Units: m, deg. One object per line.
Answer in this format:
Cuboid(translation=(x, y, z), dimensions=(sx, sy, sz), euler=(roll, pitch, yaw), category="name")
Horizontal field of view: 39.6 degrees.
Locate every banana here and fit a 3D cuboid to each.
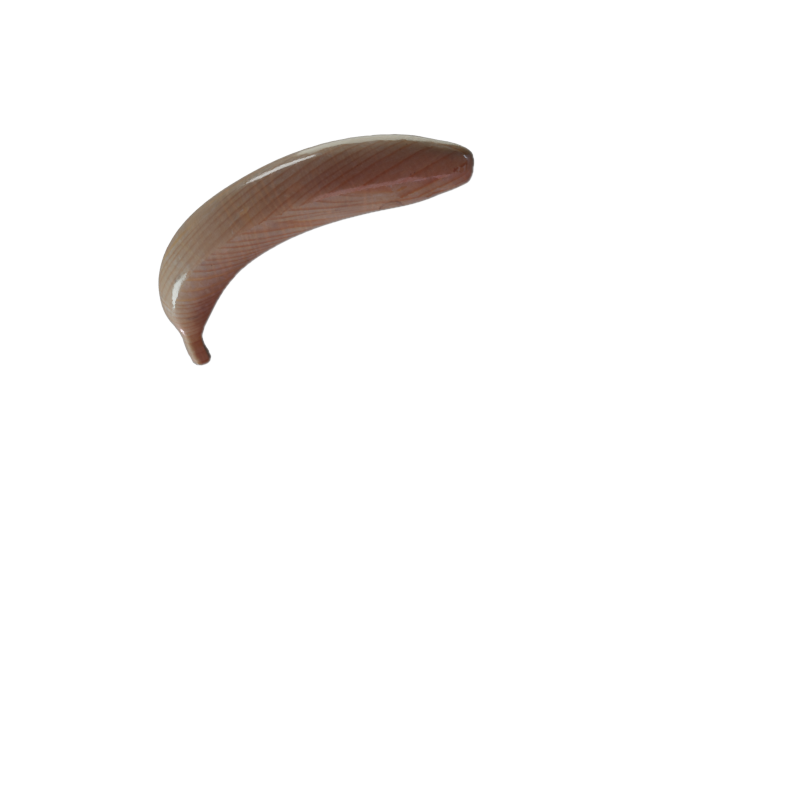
Cuboid(translation=(-0.059, -0.085, 0.545), dimensions=(0.197, 0.039, 0.065), euler=(-29, -47, 31), category="banana")
